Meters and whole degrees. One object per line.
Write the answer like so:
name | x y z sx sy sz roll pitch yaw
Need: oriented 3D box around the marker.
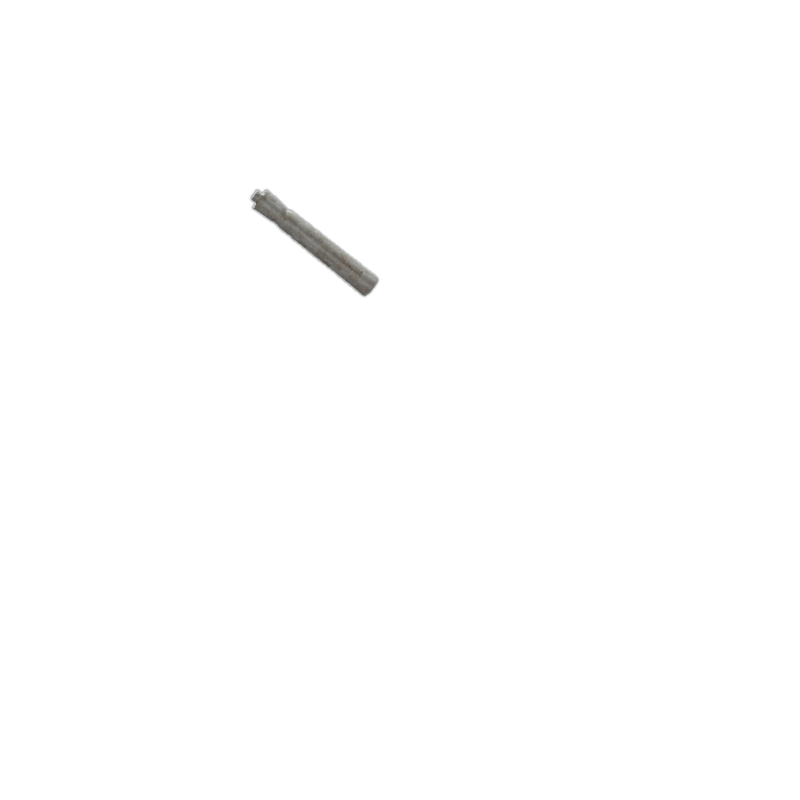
marker | -0.069 -0.126 0.884 0.119 0.020 0.020 38 -4 -8
